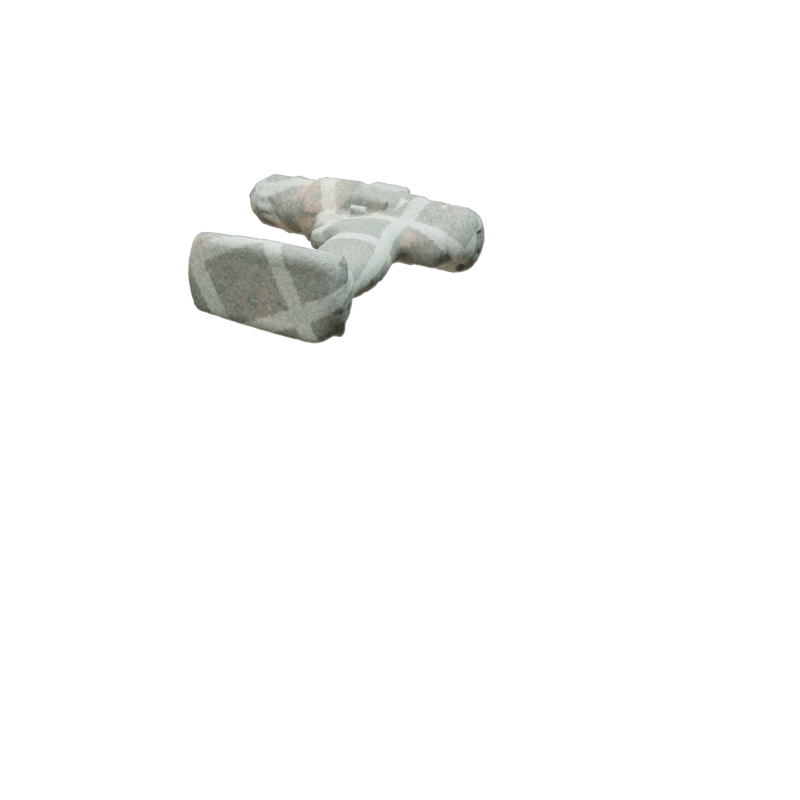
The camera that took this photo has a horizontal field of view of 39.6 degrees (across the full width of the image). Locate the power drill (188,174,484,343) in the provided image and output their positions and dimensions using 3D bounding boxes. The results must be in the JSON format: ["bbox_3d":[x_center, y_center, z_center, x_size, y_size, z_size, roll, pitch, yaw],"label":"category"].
[{"bbox_3d":[-0.058,-0.106,0.745,0.192,0.055,0.189,13,29,25],"label":"power drill"}]
